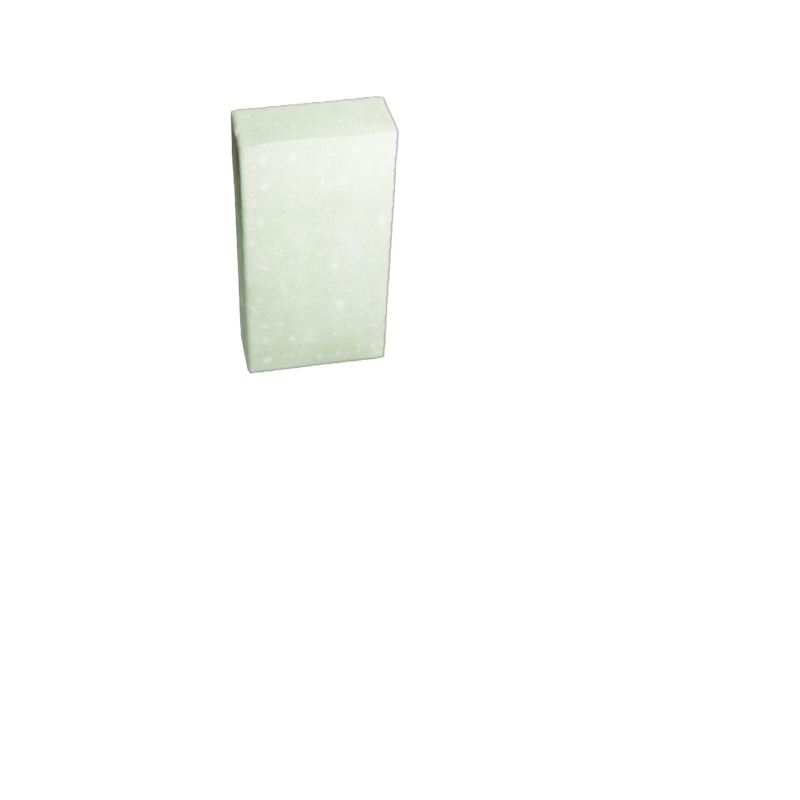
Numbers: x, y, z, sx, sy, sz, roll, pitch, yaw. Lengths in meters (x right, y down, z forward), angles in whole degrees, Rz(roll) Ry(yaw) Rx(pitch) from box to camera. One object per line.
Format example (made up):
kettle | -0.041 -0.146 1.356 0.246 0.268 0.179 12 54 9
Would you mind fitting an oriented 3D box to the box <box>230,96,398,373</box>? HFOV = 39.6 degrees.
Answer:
box | -0.053 -0.096 0.676 0.092 0.164 0.052 -7 45 -10
